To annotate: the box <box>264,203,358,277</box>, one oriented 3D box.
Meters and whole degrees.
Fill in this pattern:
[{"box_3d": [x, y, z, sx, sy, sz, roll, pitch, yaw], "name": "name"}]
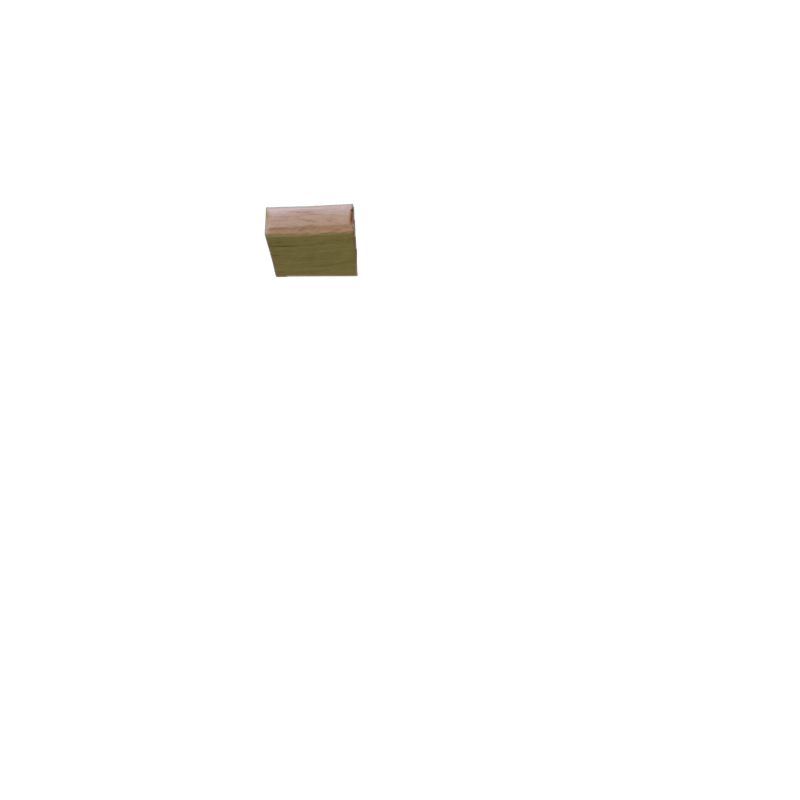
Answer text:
[{"box_3d": [-0.074, -0.134, 0.940, 0.073, 0.032, 0.085, -1, -19, 2], "name": "box"}]
